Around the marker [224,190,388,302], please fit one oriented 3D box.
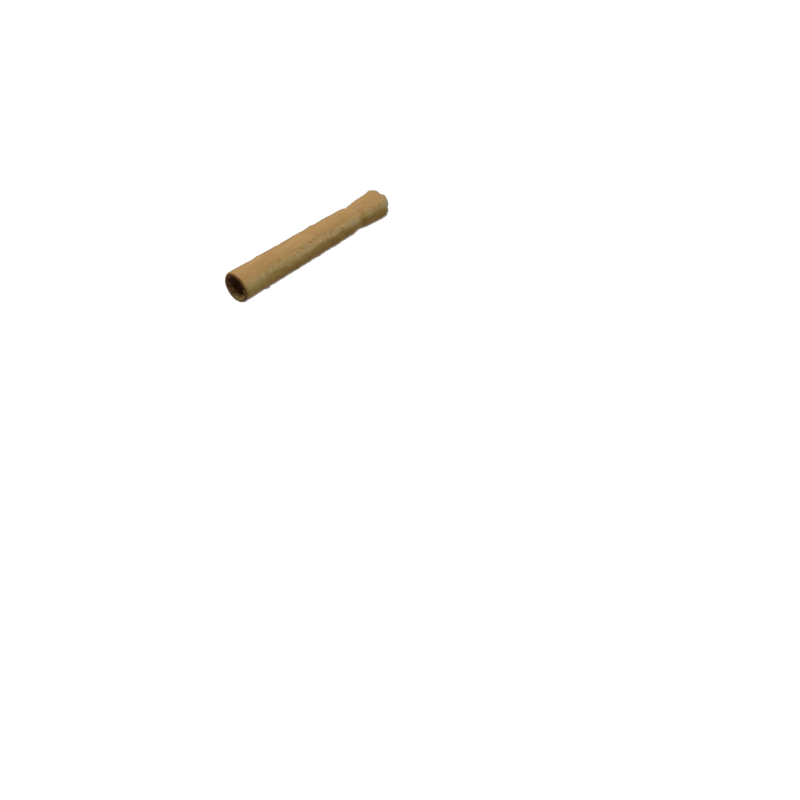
[{"bbox_3d":[-0.050,-0.092,0.642,0.021,0.019,0.122,4,33,48],"label":"marker"}]
